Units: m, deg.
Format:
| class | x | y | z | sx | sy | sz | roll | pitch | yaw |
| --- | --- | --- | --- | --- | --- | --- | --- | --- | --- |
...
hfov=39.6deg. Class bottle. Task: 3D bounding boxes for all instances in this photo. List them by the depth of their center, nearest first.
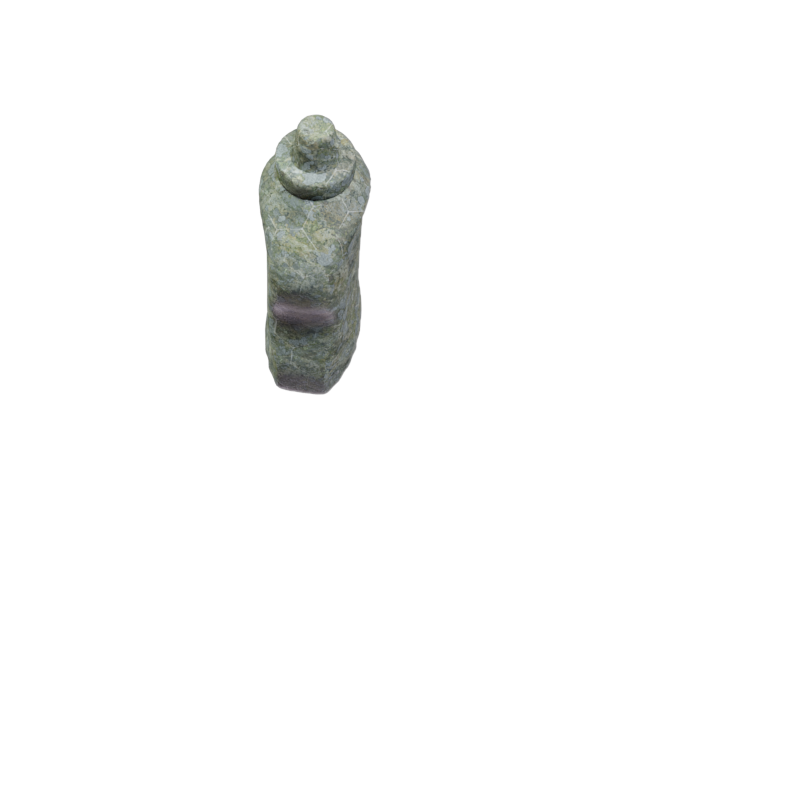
| class | x | y | z | sx | sy | sz | roll | pitch | yaw |
| --- | --- | --- | --- | --- | --- | --- | --- | --- | --- |
| bottle | -0.048 | -0.088 | 0.614 | 0.059 | 0.102 | 0.180 | 9 | -31 | 1 |
